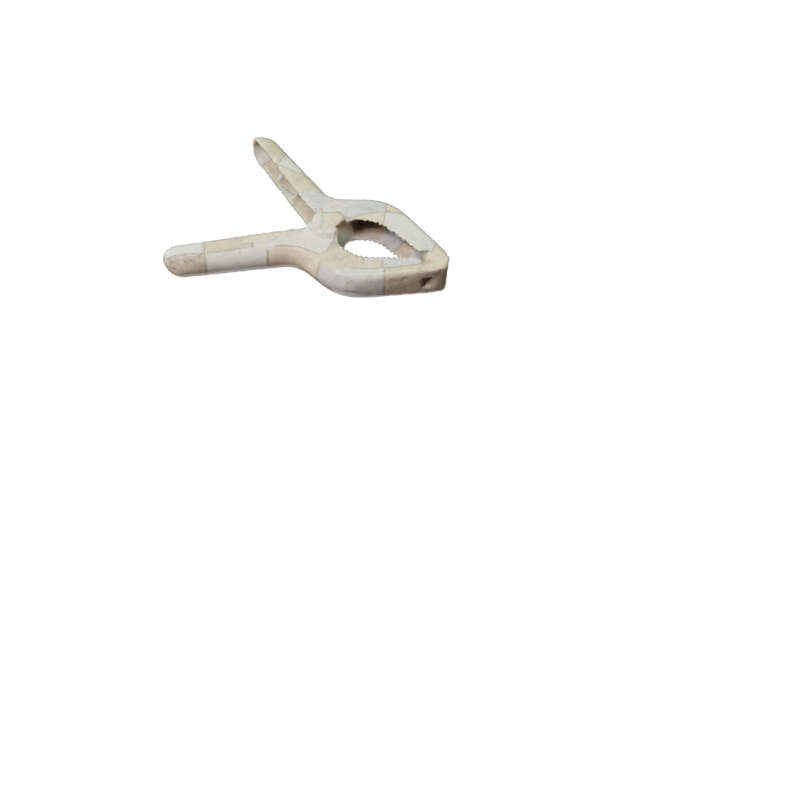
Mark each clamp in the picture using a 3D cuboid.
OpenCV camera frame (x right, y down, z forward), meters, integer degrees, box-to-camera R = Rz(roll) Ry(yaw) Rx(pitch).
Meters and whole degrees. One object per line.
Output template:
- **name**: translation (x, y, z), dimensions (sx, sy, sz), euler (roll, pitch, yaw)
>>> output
- **clamp**: translation (-0.067, -0.123, 0.861), dimensions (0.219, 0.034, 0.169), euler (24, 53, 19)
